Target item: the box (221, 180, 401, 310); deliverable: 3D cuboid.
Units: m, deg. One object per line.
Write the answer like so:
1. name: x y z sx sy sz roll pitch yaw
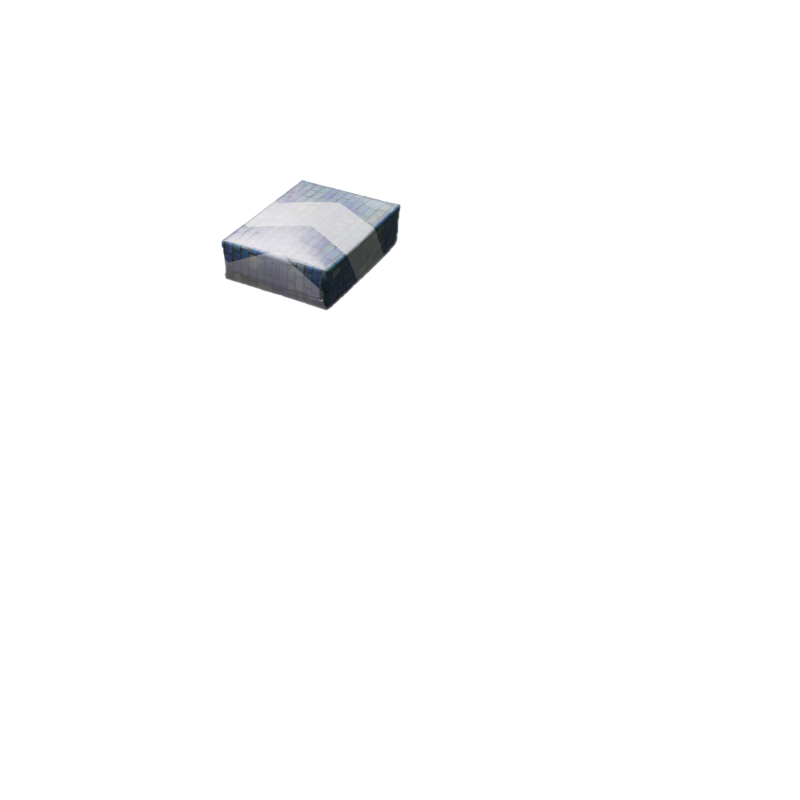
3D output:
1. box: -0.064 -0.118 0.823 0.094 0.036 0.116 18 38 23
